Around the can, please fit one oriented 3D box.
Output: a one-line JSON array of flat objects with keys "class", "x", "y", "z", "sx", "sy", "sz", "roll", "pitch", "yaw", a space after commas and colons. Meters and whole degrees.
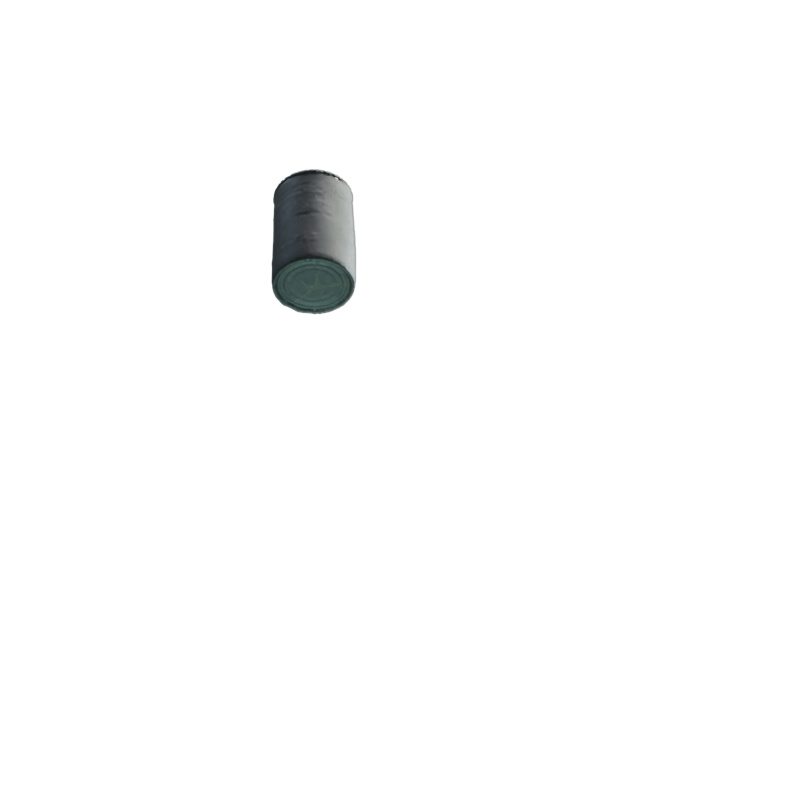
[{"class": "can", "x": -0.071, "y": -0.129, "z": 0.903, "sx": 0.068, "sy": 0.110, "sz": 0.064, "roll": -1, "pitch": -41, "yaw": -3}]
